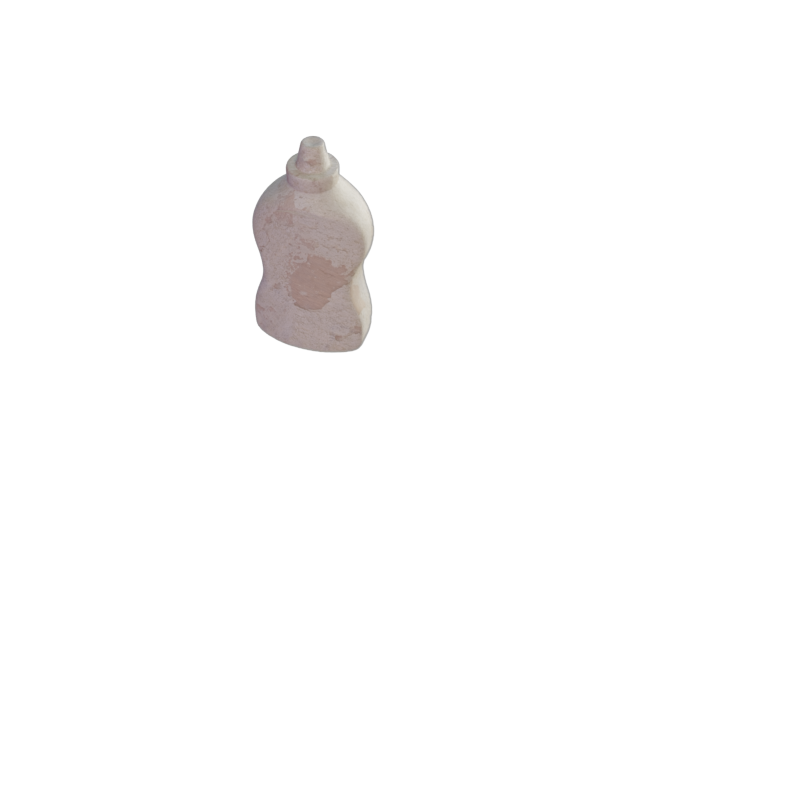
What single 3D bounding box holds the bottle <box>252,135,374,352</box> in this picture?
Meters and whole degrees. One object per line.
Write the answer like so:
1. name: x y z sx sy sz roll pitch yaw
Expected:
1. bottle: -0.069 -0.126 0.883 0.099 0.179 0.061 15 43 13
